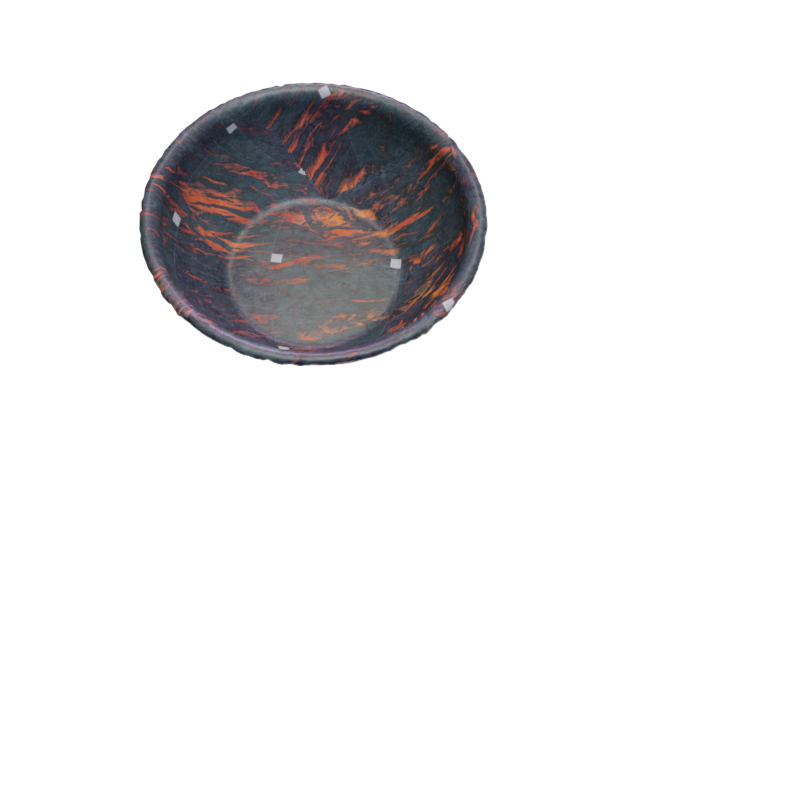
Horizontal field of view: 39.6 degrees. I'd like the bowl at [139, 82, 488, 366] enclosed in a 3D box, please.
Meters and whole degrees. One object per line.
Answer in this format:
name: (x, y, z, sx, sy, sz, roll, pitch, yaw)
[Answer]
bowl: (-0.042, -0.077, 0.537, 0.162, 0.173, 0.052, -1, -31, -1)
